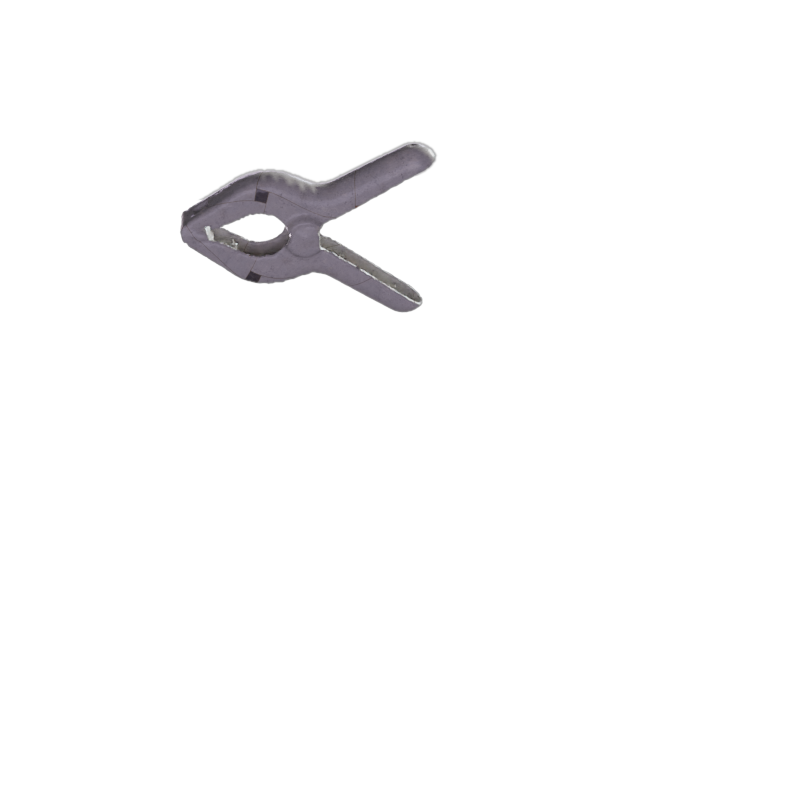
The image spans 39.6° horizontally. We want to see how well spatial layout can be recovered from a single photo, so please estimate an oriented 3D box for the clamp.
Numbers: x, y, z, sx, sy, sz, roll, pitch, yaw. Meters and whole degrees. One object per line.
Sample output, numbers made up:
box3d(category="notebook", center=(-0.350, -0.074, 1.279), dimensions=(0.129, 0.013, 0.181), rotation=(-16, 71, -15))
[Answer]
box3d(category="clamp", center=(-0.058, -0.106, 0.741), dimensions=(0.172, 0.114, 0.041), rotation=(-6, 21, 2))
